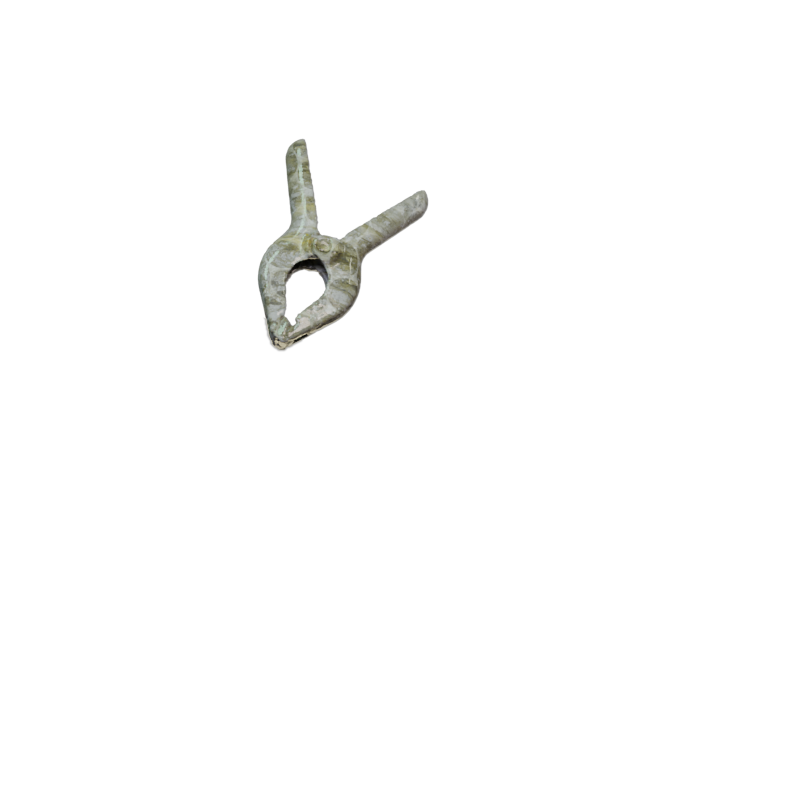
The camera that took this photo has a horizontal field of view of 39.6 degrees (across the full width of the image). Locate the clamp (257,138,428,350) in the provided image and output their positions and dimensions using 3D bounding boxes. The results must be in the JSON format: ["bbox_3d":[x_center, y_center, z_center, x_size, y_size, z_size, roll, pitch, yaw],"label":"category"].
[{"bbox_3d":[-0.068,-0.124,0.865,0.124,0.176,0.037,28,-22,12],"label":"clamp"}]
